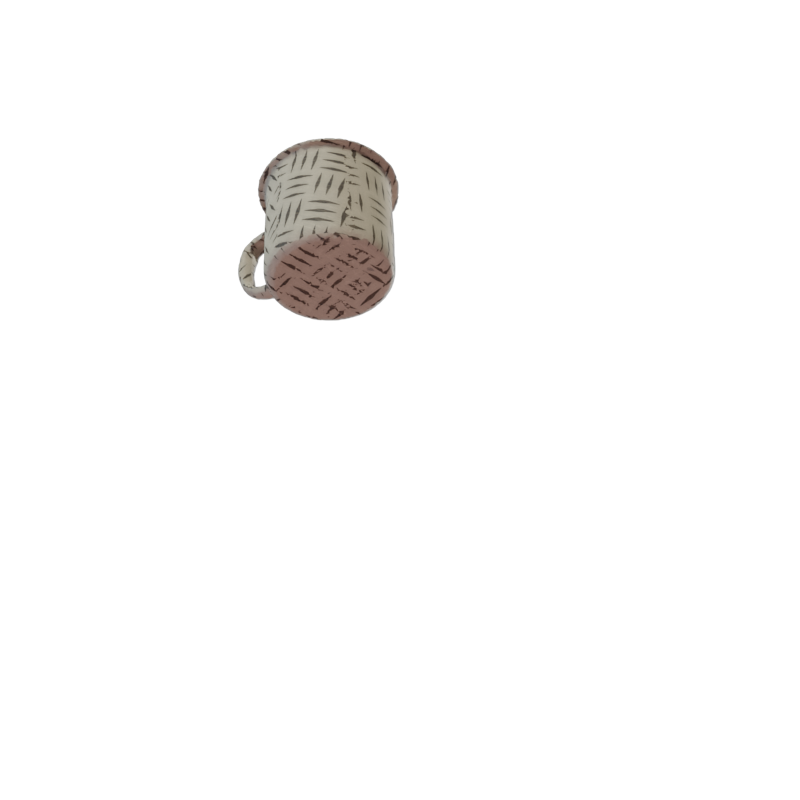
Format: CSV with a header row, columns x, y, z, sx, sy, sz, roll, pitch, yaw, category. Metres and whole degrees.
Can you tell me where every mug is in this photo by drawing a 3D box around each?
x,y,z,sx,sy,sz,roll,pitch,yaw,category
-0.056,-0.101,0.709,0.118,0.087,0.086,-22,-45,22,mug
